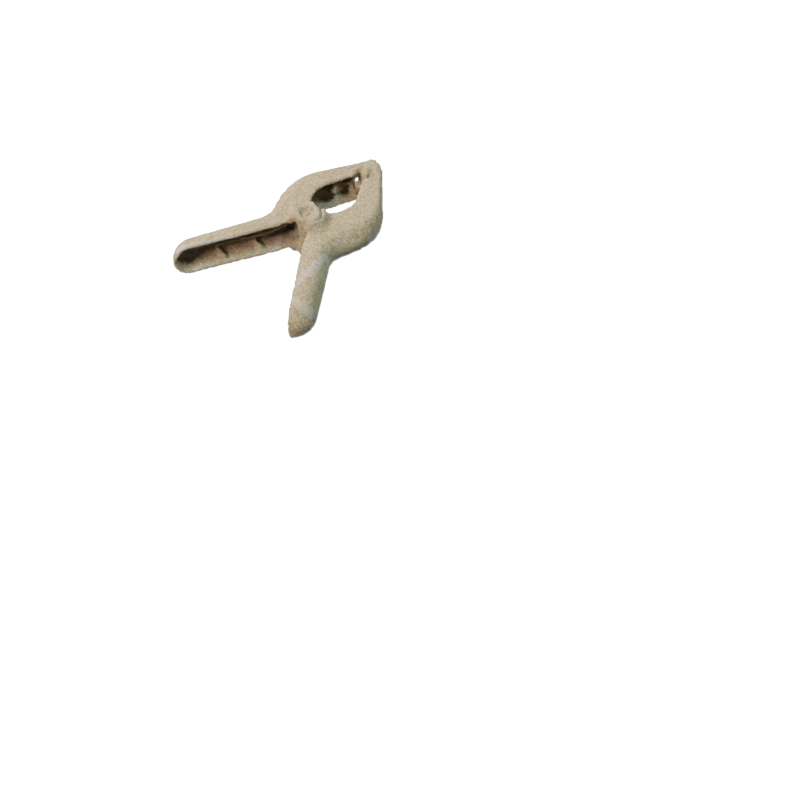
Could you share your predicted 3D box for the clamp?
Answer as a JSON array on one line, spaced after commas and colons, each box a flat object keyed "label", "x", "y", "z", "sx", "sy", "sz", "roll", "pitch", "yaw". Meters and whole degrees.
[{"label": "clamp", "x": -0.062, "y": -0.113, "z": 0.789, "sx": 0.173, "sy": 0.037, "sz": 0.128, "roll": -37, "pitch": 61, "yaw": -25}]
